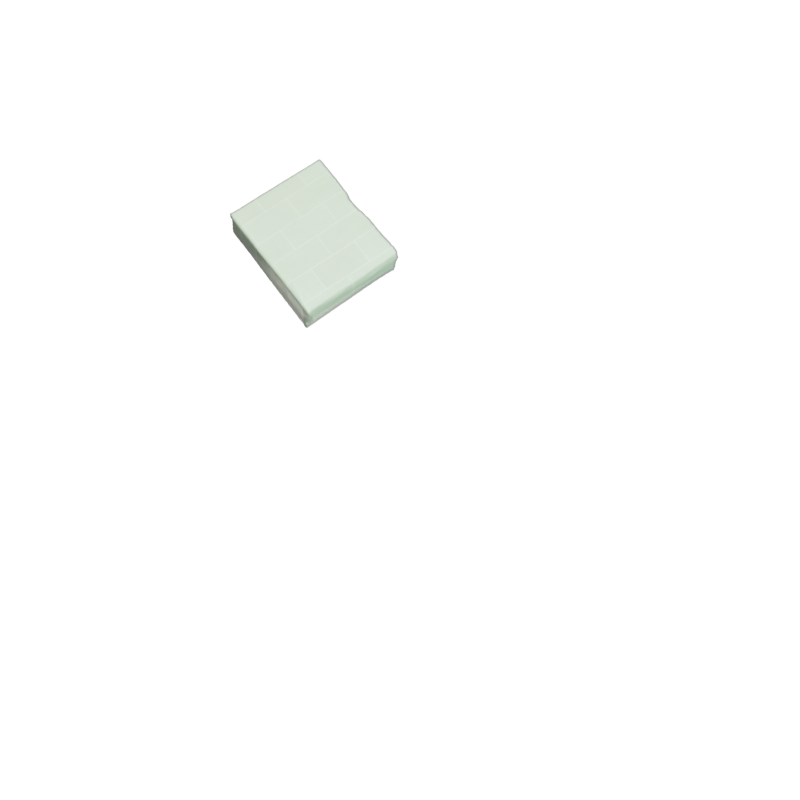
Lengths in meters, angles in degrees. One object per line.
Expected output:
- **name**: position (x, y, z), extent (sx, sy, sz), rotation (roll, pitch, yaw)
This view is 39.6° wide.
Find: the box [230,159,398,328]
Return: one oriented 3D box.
- **box**: position (-0.057, -0.104, 0.728), extent (0.073, 0.094, 0.029), rotation (-34, -20, -14)
